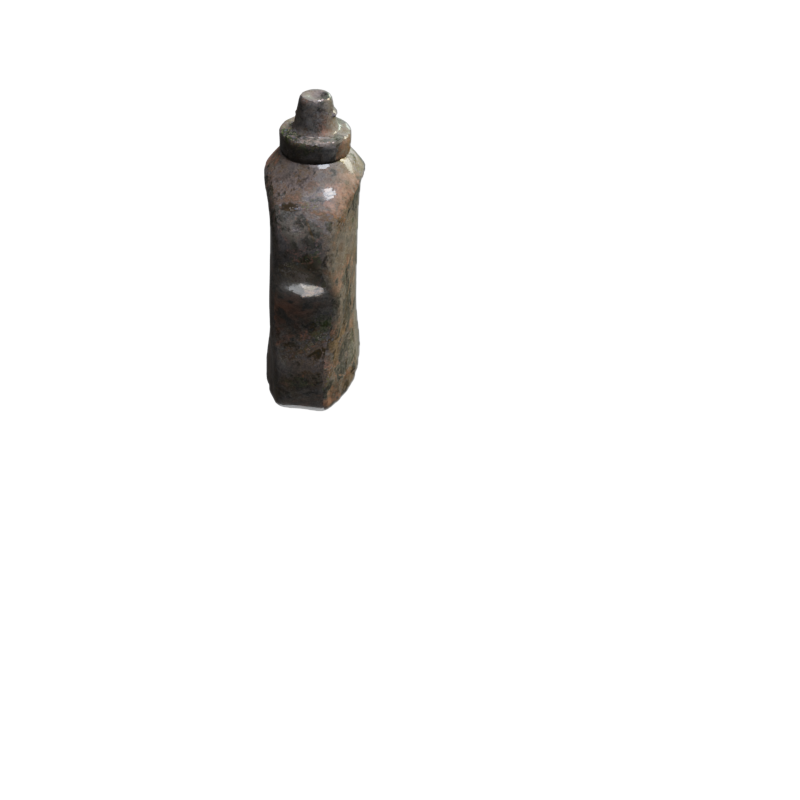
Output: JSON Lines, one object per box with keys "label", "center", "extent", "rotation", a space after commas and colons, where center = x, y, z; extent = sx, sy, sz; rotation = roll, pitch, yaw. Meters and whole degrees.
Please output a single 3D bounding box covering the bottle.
{"label": "bottle", "center": [-0.051, -0.095, 0.663], "extent": [0.059, 0.180, 0.101], "rotation": [7, 35, 6]}
